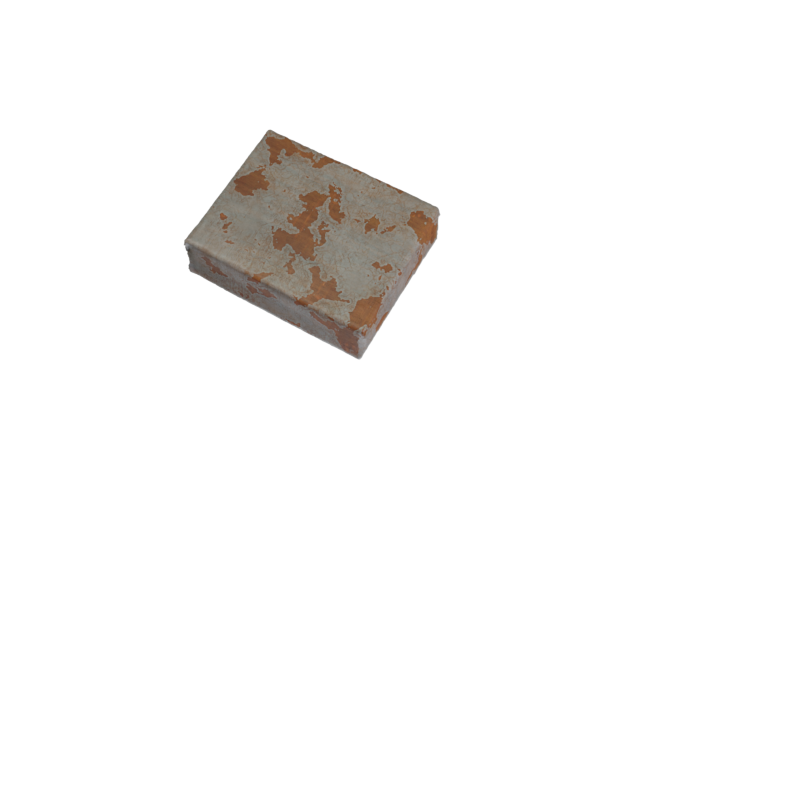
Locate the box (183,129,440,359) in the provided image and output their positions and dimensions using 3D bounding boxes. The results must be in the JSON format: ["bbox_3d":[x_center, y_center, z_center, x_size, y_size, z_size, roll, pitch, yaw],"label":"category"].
[{"bbox_3d":[-0.048,-0.087,0.611,0.117,0.093,0.036,25,-29,14],"label":"box"}]
